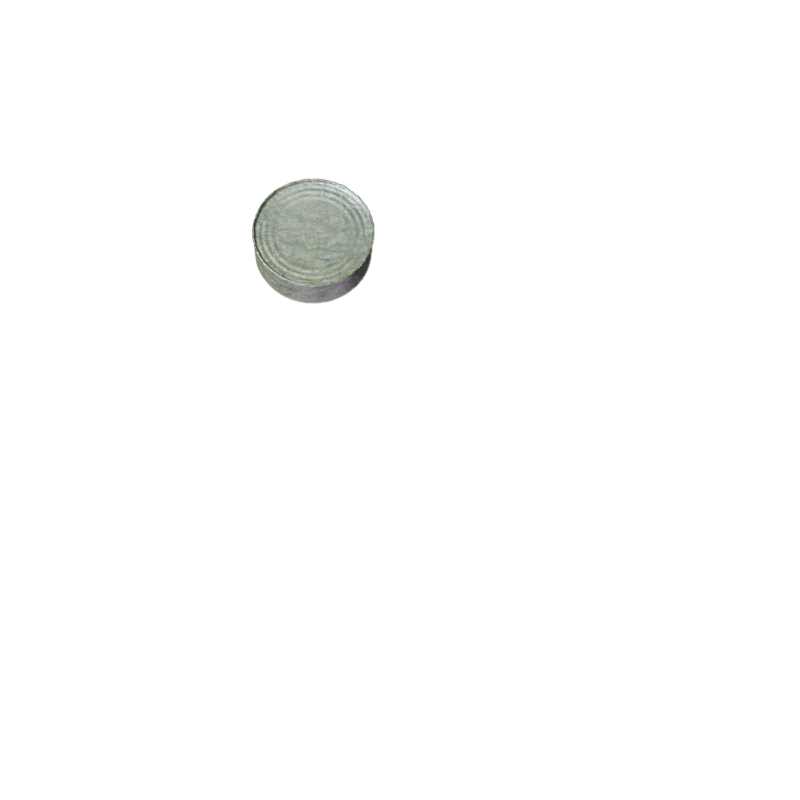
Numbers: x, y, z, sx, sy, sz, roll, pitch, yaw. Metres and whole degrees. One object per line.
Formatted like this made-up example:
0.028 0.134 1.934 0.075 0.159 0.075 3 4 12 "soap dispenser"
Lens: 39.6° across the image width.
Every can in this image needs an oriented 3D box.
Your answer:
-0.062 -0.112 0.787 0.086 0.091 0.032 -1 -26 -1 "can"
